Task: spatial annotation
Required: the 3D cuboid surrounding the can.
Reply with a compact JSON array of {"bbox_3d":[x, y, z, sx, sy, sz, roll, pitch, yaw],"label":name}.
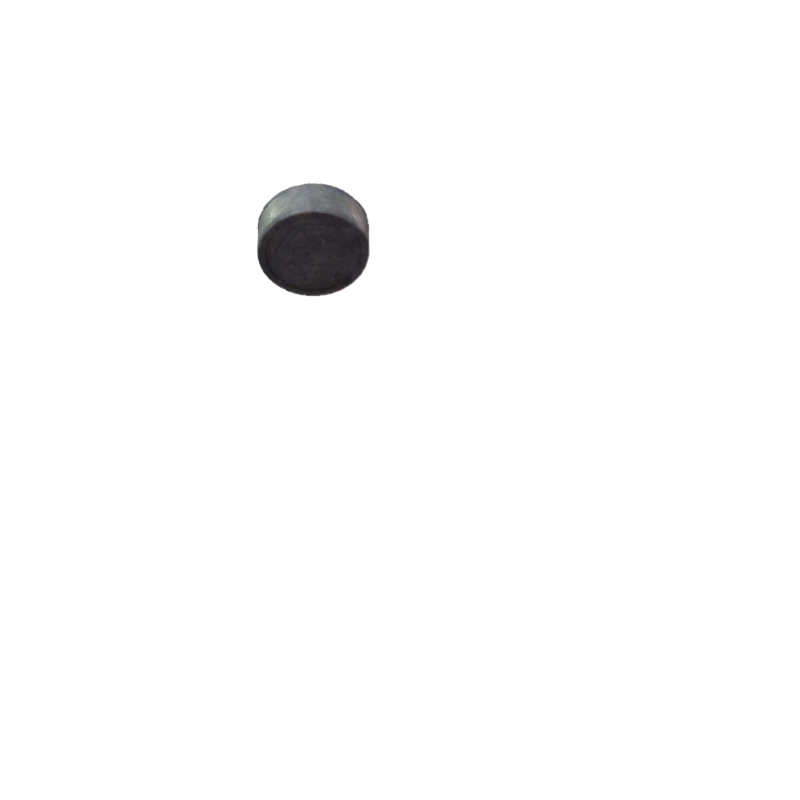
[{"bbox_3d":[-0.066,-0.120,0.837,0.086,0.080,0.036,1,42,-1],"label":"can"}]
